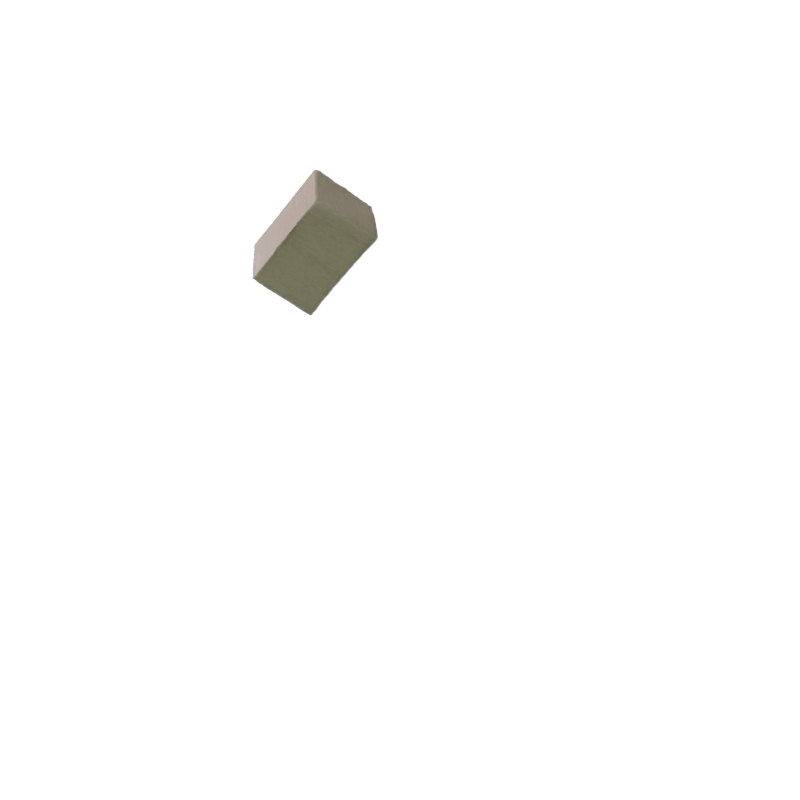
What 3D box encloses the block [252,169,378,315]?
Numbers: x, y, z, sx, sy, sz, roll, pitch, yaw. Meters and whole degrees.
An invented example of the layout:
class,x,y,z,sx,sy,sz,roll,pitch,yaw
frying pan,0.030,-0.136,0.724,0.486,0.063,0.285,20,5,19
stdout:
class,x,y,z,sx,sy,sz,roll,pitch,yaw
block,-0.060,-0.110,0.772,0.050,0.076,0.055,33,25,-21
